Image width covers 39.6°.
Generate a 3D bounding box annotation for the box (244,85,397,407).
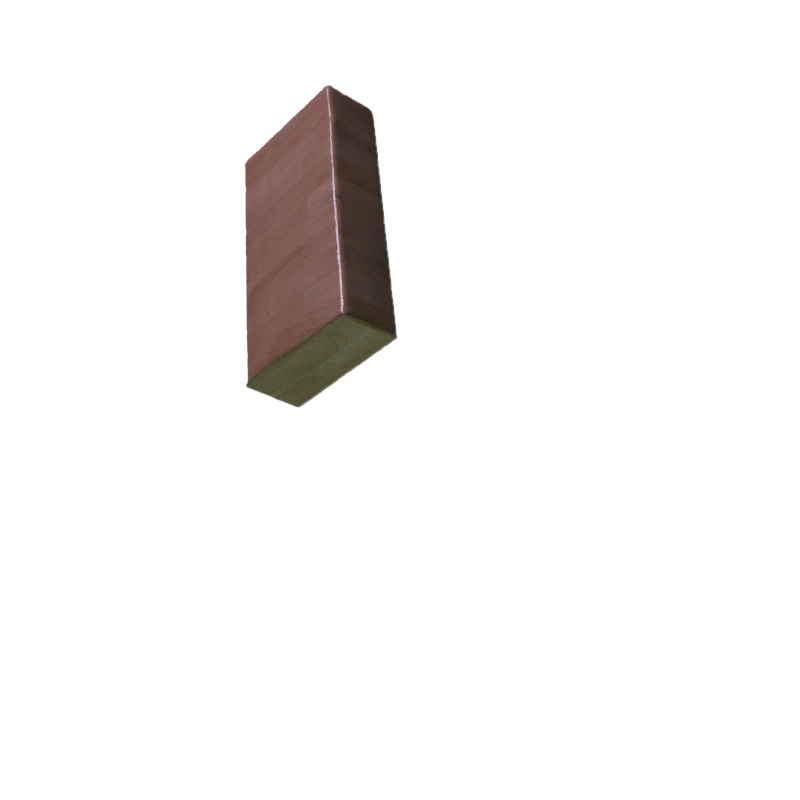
[{"bbox_3d":[-0.052,-0.095,0.667,0.045,0.189,0.092,26,-45,-33],"label":"box"}]
